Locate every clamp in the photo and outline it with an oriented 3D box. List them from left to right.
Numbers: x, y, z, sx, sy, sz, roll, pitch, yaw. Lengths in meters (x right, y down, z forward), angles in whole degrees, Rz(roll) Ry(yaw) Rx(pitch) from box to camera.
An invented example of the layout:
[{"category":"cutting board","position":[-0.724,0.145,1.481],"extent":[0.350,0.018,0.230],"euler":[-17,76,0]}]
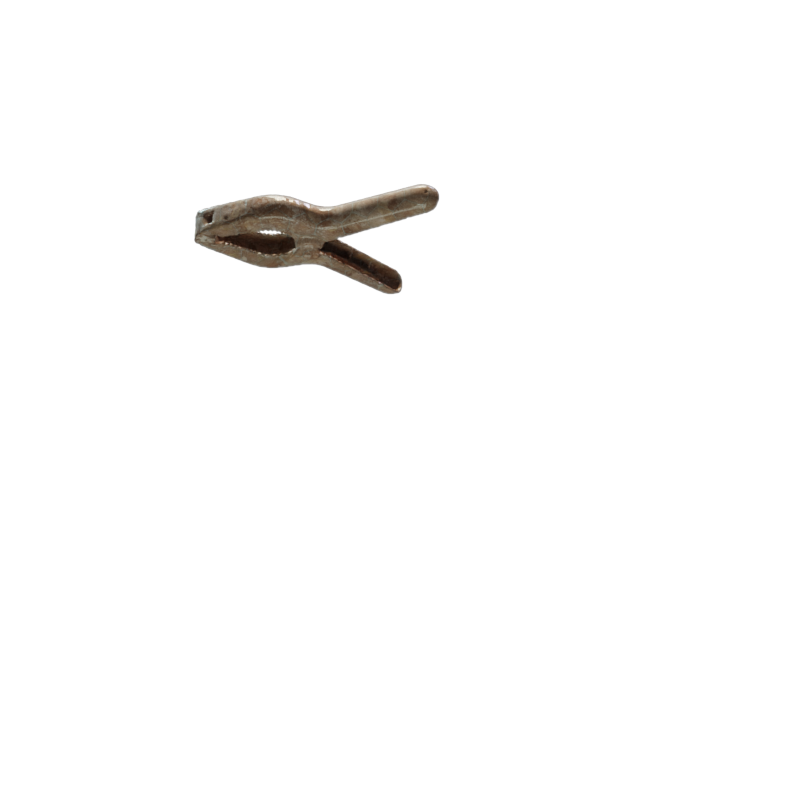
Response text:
[{"category":"clamp","position":[-0.078,-0.143,0.999],"extent":[0.209,0.039,0.155],"euler":[1,-27,-2]}]
